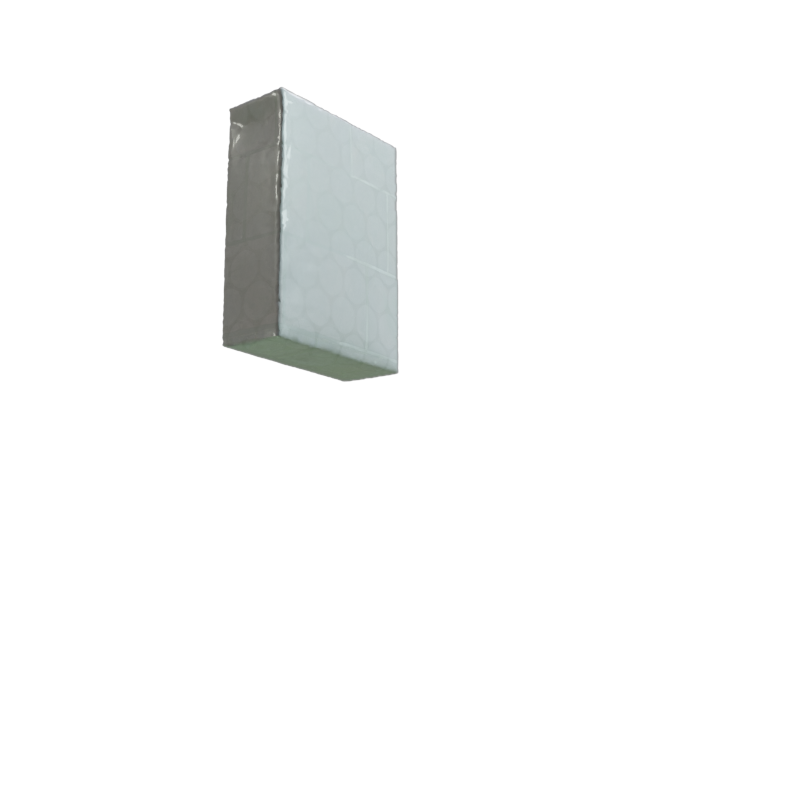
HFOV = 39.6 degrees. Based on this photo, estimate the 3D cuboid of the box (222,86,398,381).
[{"bbox_3d":[-0.074,-0.135,0.948,0.073,0.223,0.154,-14,-21,35],"label":"box"}]
